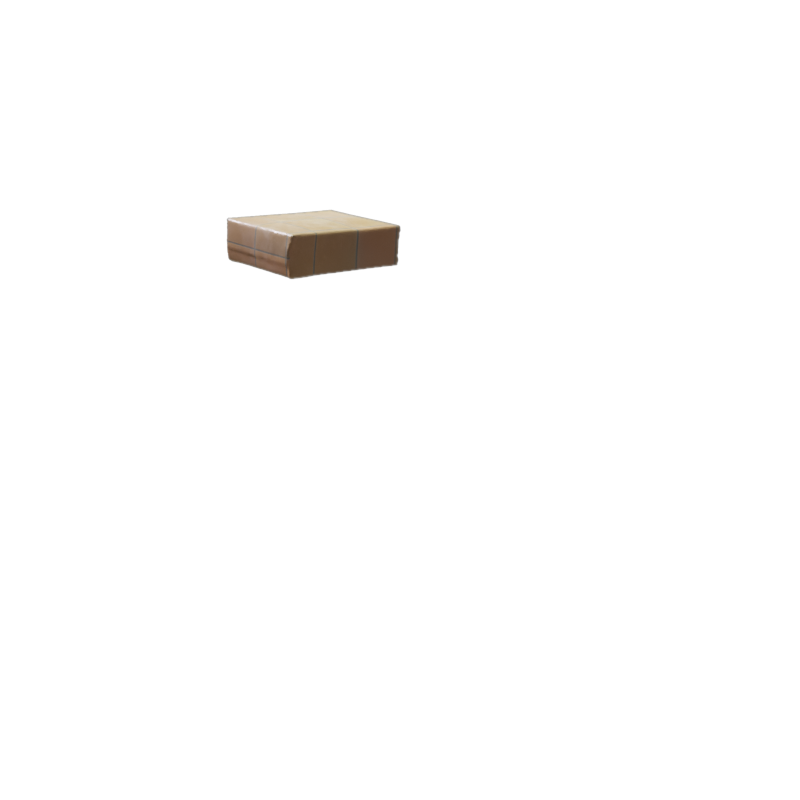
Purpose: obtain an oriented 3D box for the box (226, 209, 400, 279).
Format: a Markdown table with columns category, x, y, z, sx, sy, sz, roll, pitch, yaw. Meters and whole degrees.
| category | x | y | z | sx | sy | sz | roll | pitch | yaw |
| --- | --- | --- | --- | --- | --- | --- | --- | --- | --- |
| box | -0.070 | -0.128 | 0.896 | 0.111 | 0.038 | 0.095 | -14 | 22 | -38 |
